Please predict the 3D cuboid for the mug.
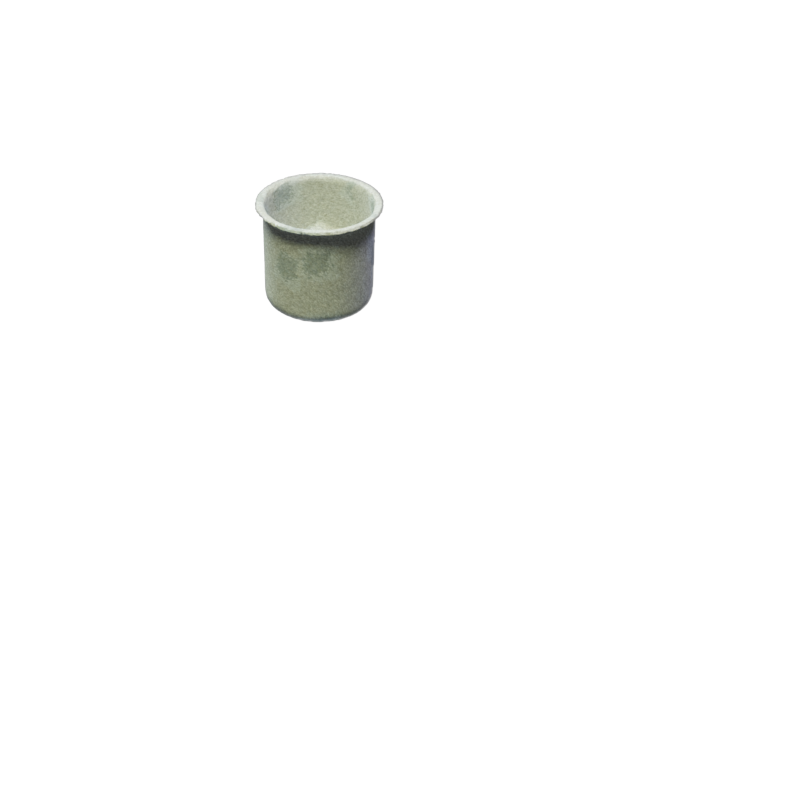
[{"bbox_3d":[-0.065,-0.118,0.830,0.092,0.076,0.127,-13,37,-20],"label":"mug"}]
